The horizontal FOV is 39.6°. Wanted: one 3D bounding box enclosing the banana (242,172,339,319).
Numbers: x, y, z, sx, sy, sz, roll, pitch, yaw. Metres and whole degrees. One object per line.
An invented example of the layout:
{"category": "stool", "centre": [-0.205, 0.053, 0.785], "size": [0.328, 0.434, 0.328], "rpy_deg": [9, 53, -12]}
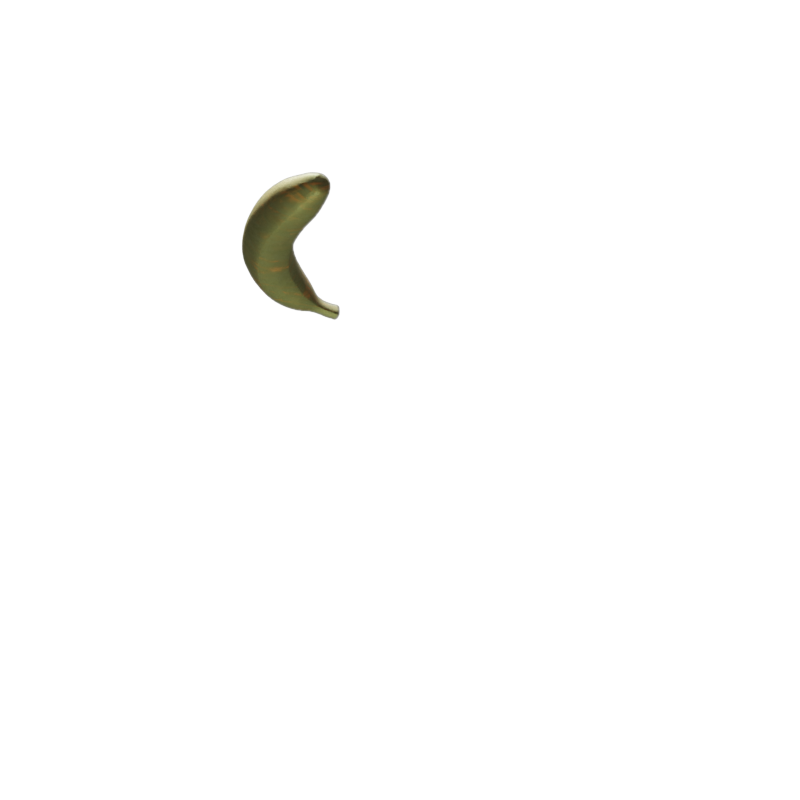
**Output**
{"category": "banana", "centre": [-0.081, -0.113, 0.805], "size": [0.070, 0.039, 0.187], "rpy_deg": [0, -21, 0]}
